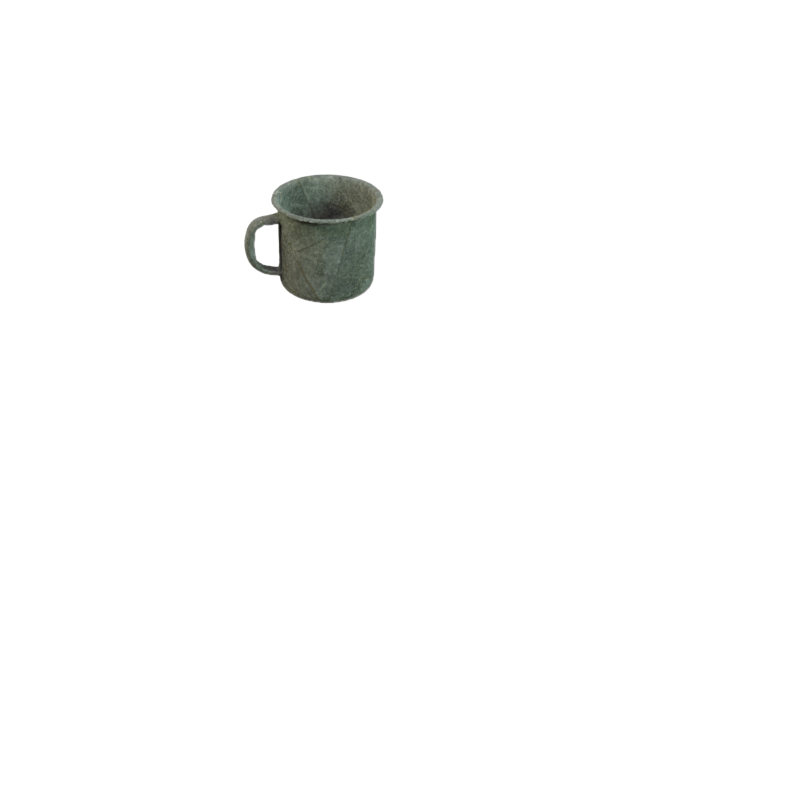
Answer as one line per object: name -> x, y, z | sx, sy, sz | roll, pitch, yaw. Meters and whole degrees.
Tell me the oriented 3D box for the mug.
mug -> -0.073, -0.133, 0.934 | 0.115, 0.077, 0.100 | -9, 33, -15
